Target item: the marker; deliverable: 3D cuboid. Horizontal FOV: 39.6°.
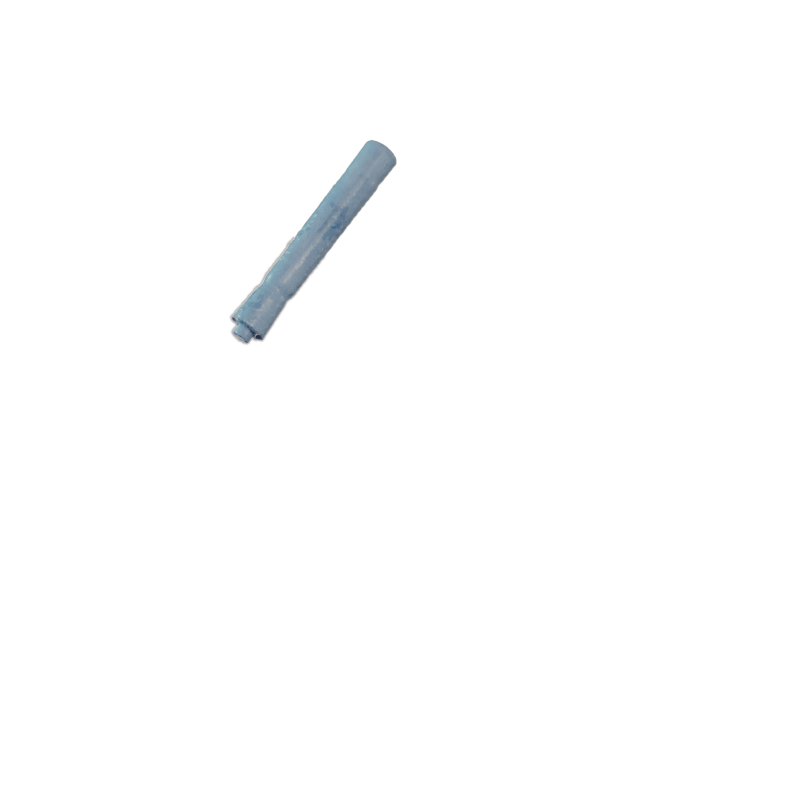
[{"bbox_3d":[-0.042,-0.077,0.542,0.020,0.123,0.019,32,-18,9],"label":"marker"}]
